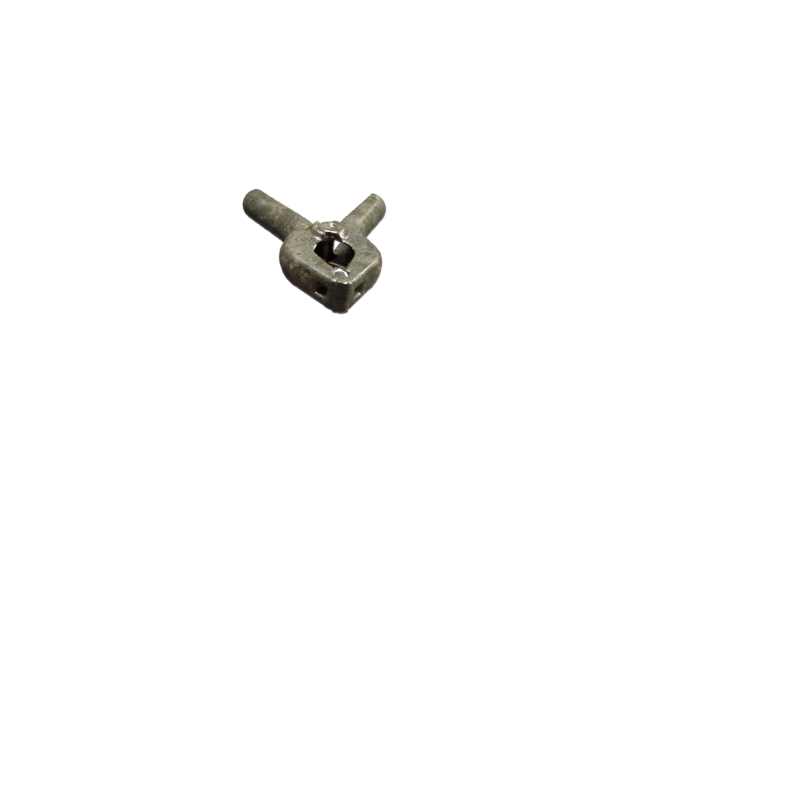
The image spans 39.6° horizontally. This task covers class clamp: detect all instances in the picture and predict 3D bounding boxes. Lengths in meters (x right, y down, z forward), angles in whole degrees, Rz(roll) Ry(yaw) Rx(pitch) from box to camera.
[{"bbox_3d":[-0.068,-0.125,0.874,0.120,0.037,0.182,-1,31,-1],"label":"clamp"}]
